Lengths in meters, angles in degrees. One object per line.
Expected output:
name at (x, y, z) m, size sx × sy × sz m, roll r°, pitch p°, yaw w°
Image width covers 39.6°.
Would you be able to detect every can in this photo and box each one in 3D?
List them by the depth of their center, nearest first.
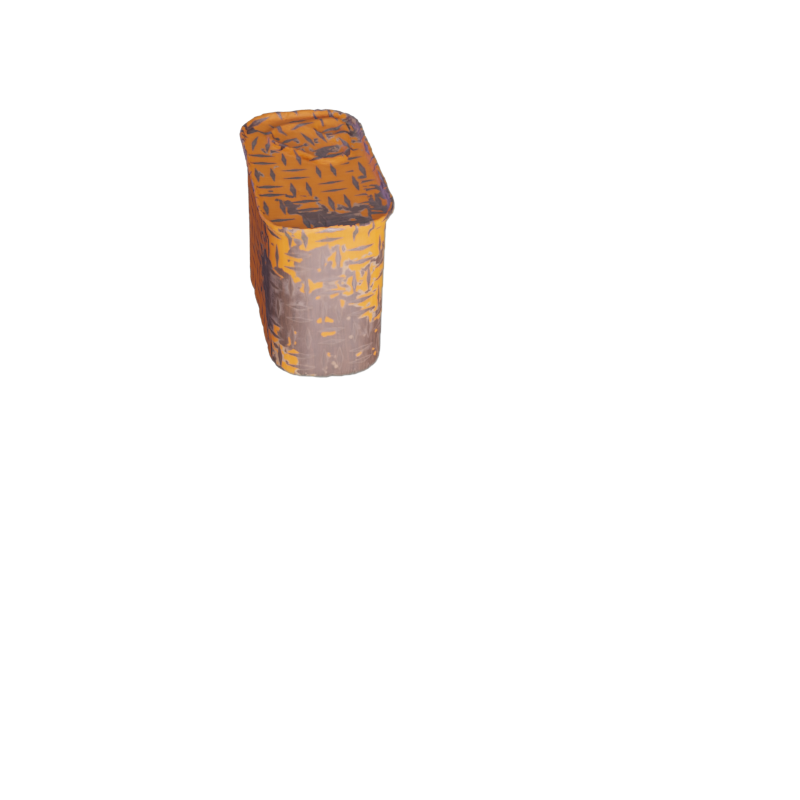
can at (-0.040, -0.073, 0.509) m, size 0.057 × 0.078 × 0.110 m, roll -6°, pitch 40°, yaw -11°
